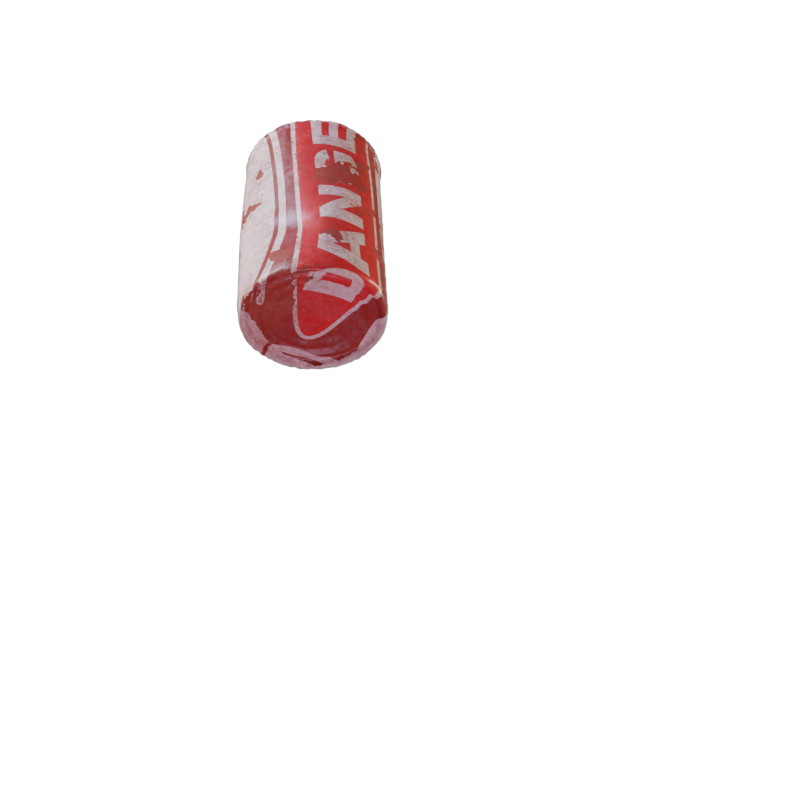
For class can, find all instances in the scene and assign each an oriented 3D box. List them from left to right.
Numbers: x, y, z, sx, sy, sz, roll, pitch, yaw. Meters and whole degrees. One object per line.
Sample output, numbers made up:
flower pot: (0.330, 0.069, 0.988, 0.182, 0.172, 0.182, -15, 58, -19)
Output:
can: (-0.041, -0.074, 0.519, 0.068, 0.110, 0.064, -1, -43, -3)
